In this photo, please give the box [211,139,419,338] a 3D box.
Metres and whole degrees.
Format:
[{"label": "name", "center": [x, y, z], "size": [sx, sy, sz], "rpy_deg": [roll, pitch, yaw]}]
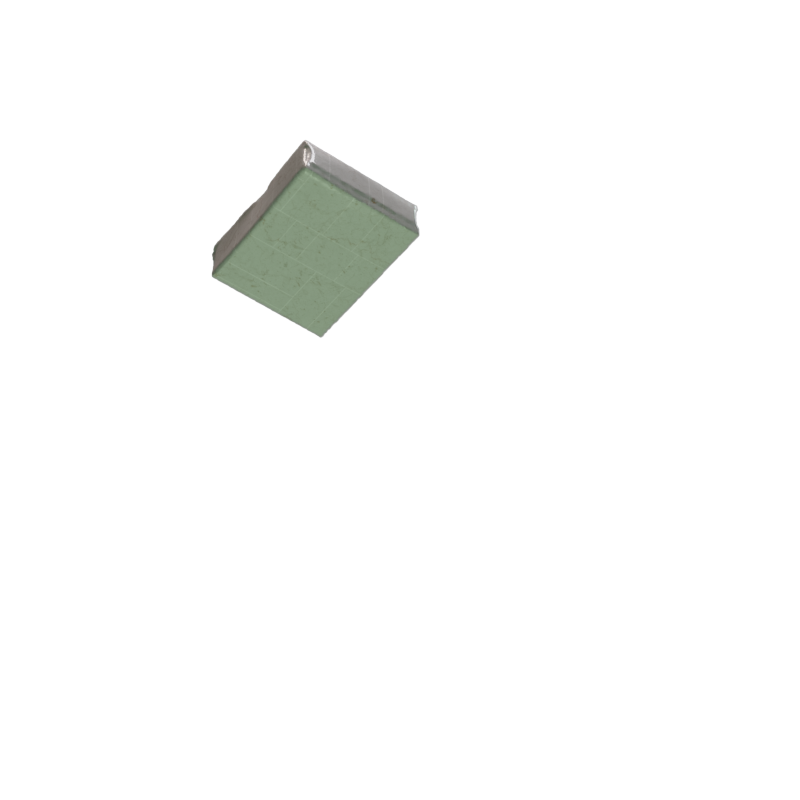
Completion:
[{"label": "box", "center": [-0.046, -0.083, 0.581], "size": [0.070, 0.032, 0.087], "rpy_deg": [29, -55, -24]}]
